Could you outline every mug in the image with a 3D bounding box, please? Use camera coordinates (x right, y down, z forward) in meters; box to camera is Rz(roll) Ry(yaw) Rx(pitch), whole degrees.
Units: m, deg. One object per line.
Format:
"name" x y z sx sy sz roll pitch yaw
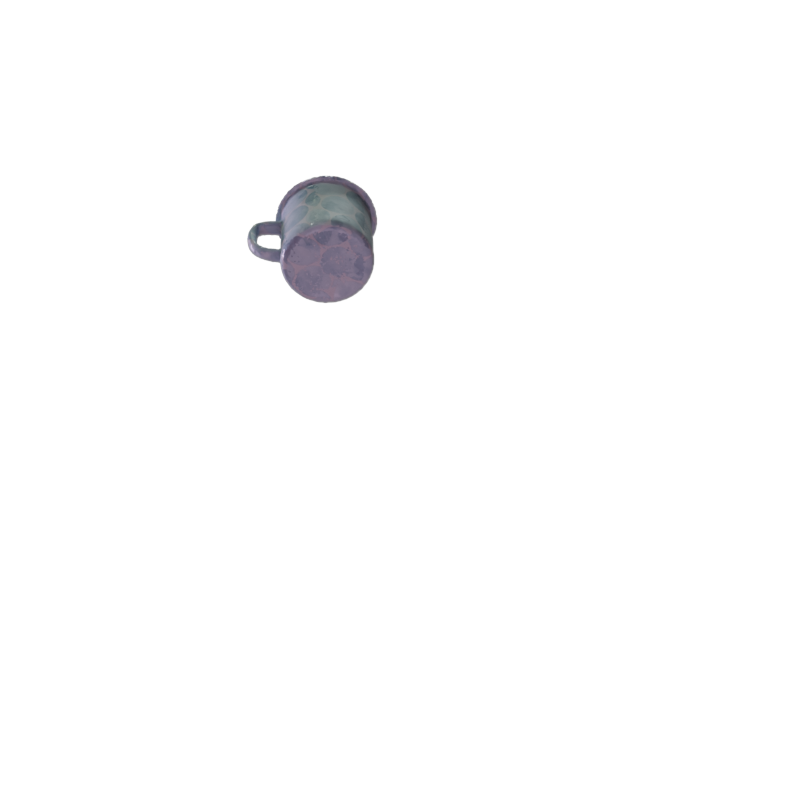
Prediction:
"mug" -0.077 -0.140 0.983 0.117 0.088 0.087 3 33 -4
